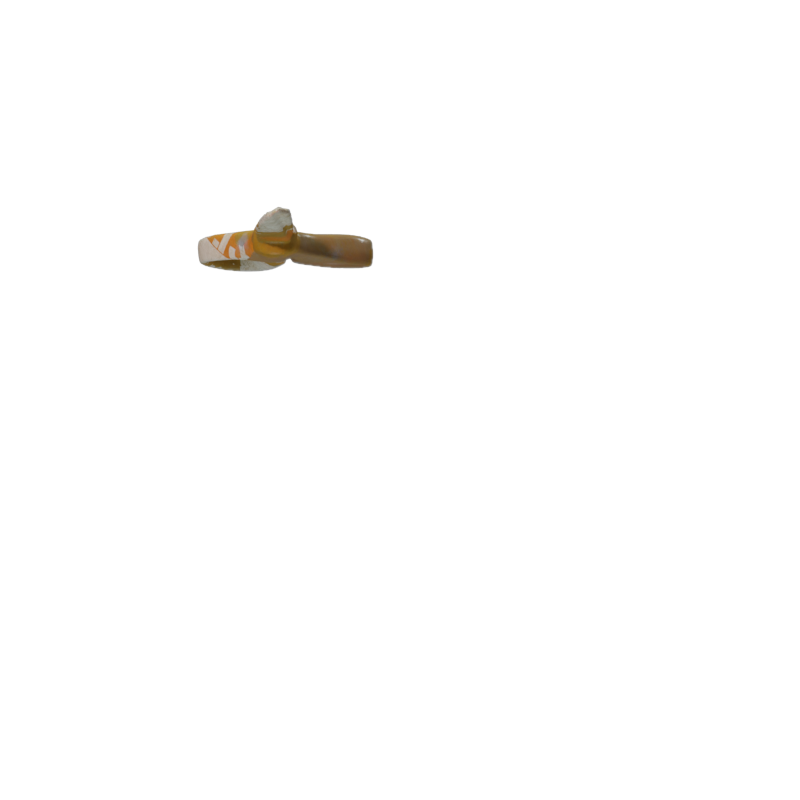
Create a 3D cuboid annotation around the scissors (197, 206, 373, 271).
[{"bbox_3d":[-0.039,-0.071,0.494,0.094,0.016,0.206,-1,3,-21],"label":"scissors"}]
